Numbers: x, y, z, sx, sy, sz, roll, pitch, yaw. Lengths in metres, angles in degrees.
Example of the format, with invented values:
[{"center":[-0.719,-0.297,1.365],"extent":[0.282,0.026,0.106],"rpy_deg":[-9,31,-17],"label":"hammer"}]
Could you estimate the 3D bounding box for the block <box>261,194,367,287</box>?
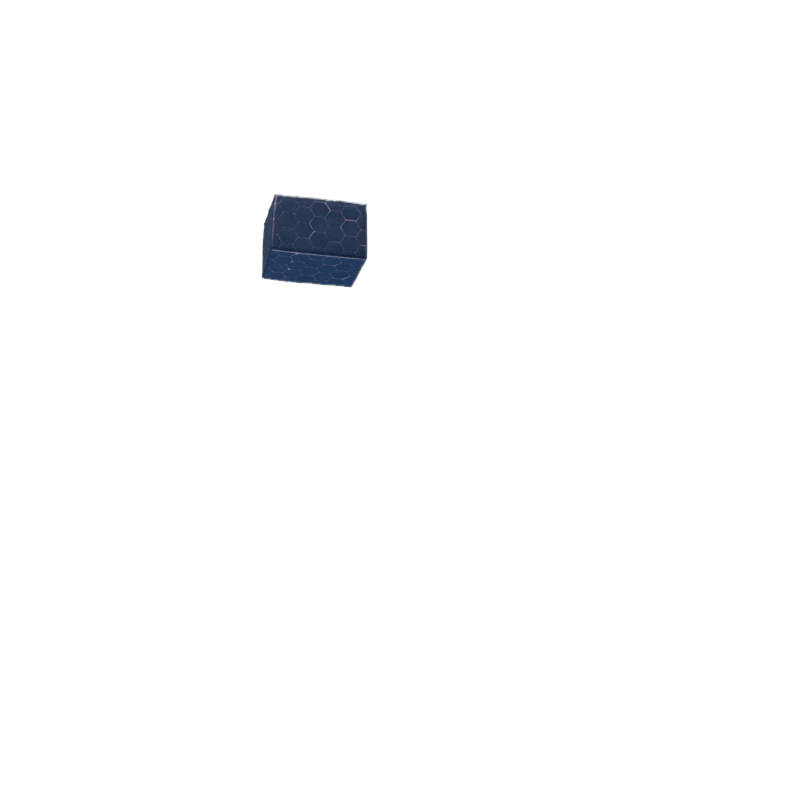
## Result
[{"center":[-0.070,-0.127,0.888],"extent":[0.077,0.054,0.051],"rpy_deg":[5,-26,-12],"label":"block"}]
